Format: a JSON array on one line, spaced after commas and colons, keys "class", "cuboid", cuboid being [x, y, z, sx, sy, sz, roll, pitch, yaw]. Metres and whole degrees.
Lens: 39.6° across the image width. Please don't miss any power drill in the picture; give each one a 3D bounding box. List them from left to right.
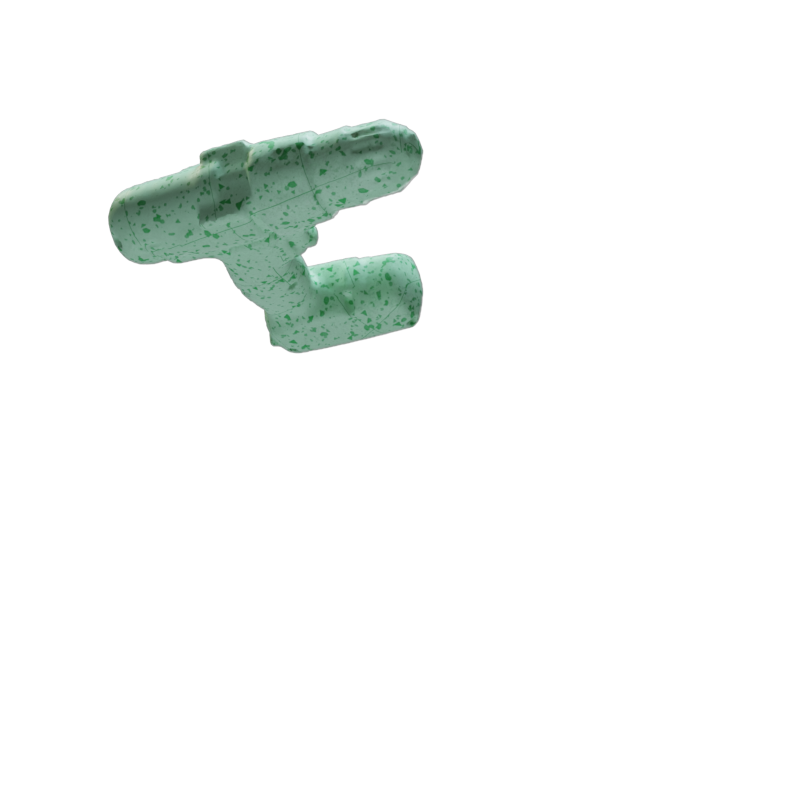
[{"class": "power drill", "cuboid": [-0.052, -0.094, 0.661, 0.187, 0.061, 0.174, -9, -25, 21]}]
